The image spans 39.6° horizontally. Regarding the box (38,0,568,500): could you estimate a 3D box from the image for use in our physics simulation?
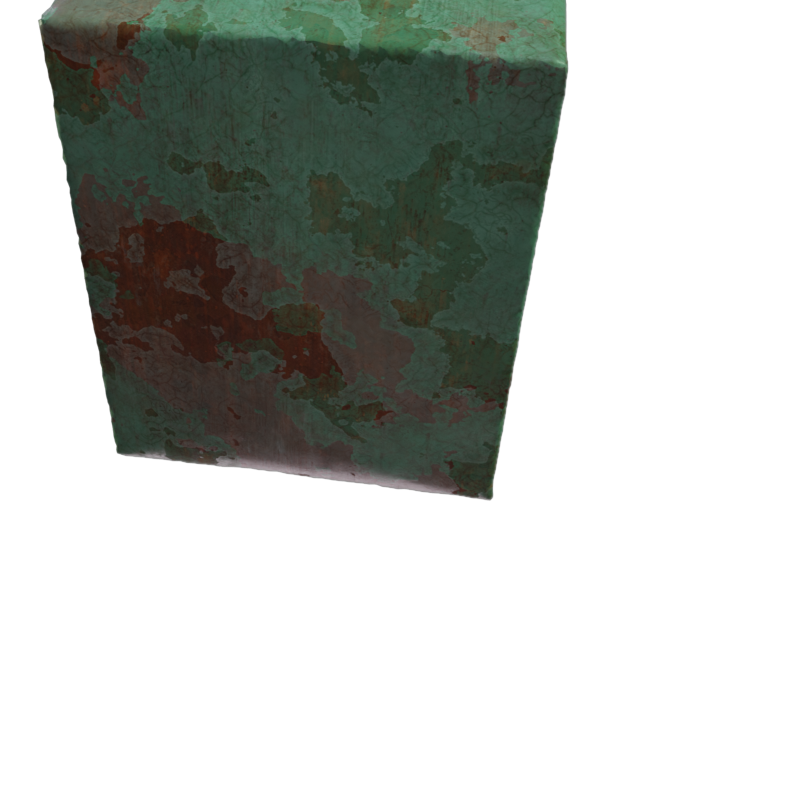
[{"bbox_3d":[-0.033,-0.060,0.423,0.166,0.199,0.076,8,44,5],"label":"box"}]
